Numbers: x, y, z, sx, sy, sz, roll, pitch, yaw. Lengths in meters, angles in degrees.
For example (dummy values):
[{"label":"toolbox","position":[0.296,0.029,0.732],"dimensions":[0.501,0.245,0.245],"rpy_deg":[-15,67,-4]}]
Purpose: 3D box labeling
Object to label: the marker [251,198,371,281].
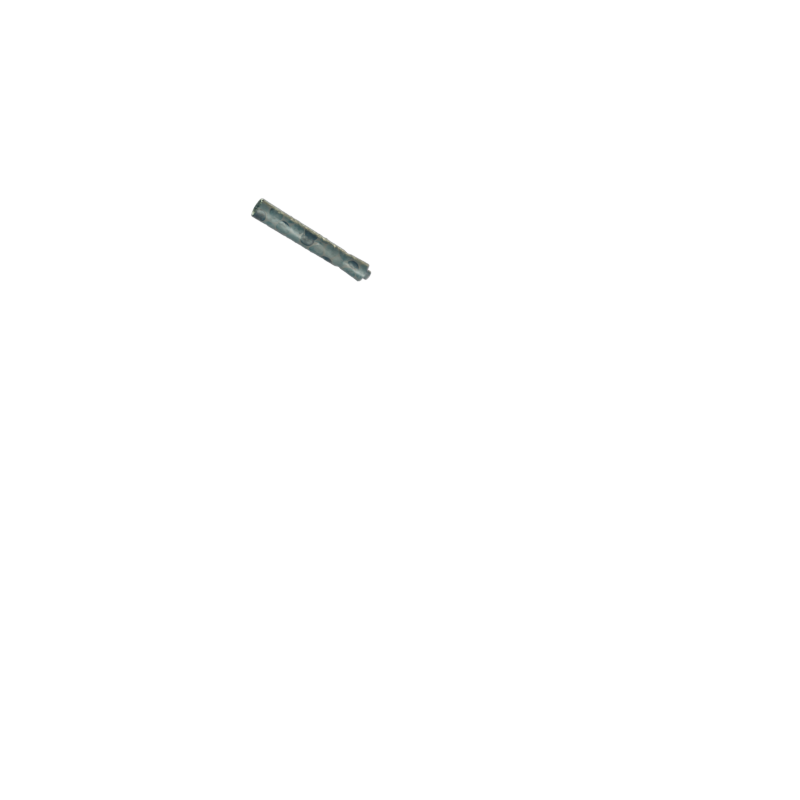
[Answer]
[{"label":"marker","position":[-0.077,-0.141,0.986],"dimensions":[0.117,0.020,0.020],"rpy_deg":[30,-6,-15]}]
